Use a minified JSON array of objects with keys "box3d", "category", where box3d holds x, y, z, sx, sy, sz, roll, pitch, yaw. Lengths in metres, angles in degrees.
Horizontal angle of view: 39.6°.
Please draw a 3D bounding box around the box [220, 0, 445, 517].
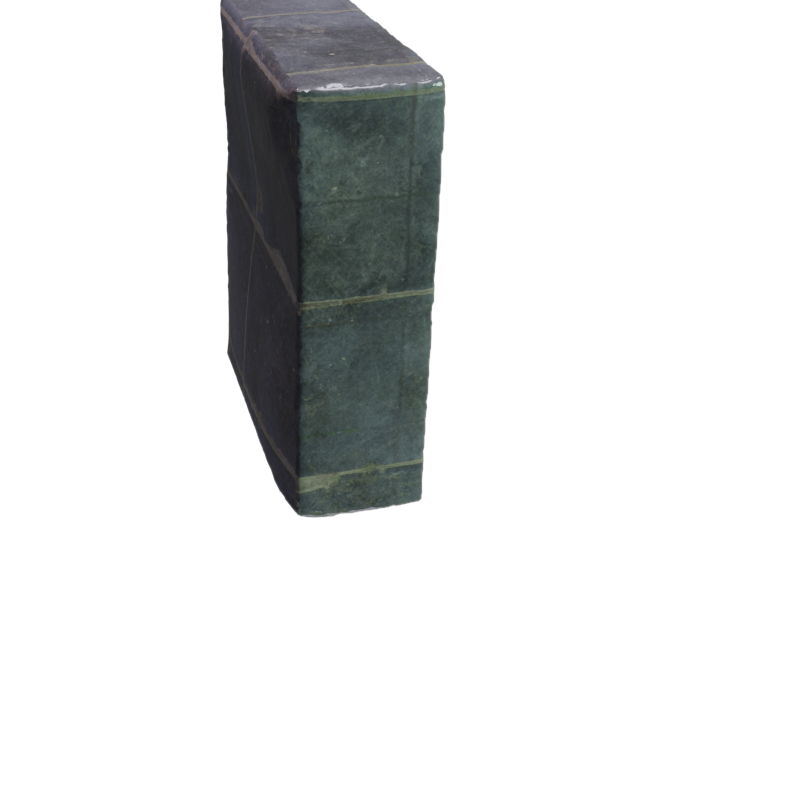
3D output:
[{"box3d":[-0.043,-0.078,0.547,0.071,0.202,0.176,-7,30,-17],"category":"box"}]
